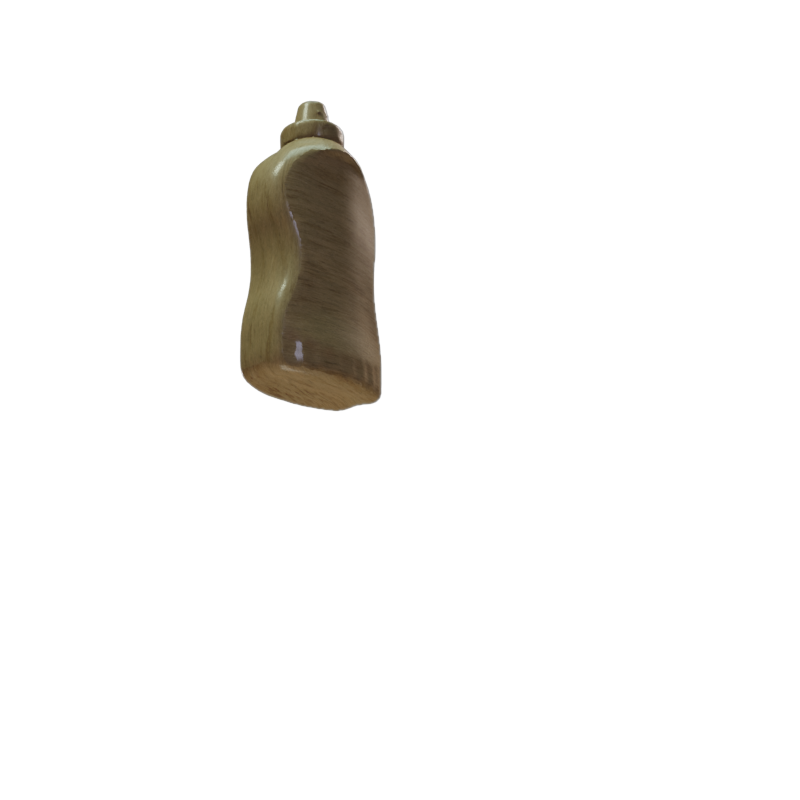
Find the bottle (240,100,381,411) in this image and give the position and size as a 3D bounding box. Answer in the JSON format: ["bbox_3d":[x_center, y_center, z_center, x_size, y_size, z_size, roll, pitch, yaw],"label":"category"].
[{"bbox_3d":[-0.053,-0.096,0.676,0.059,0.202,0.090,-20,-28,36],"label":"bottle"}]
